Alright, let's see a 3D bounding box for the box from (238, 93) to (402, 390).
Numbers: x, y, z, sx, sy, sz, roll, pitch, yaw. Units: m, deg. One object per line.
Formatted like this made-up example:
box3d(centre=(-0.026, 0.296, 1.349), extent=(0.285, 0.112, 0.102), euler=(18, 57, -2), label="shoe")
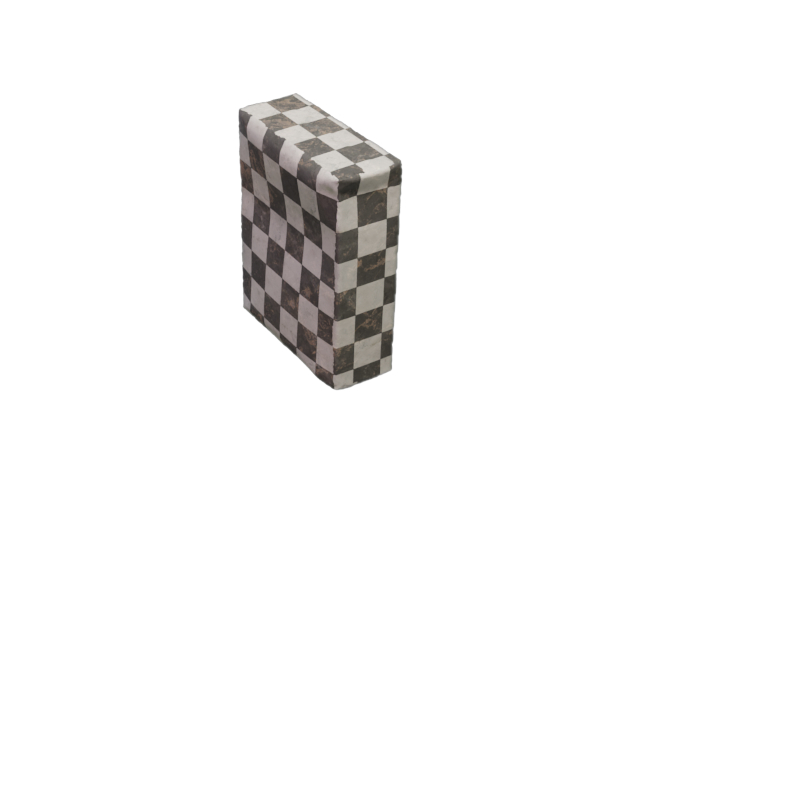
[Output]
box3d(centre=(-0.077, -0.140, 0.982), extent=(0.071, 0.200, 0.177), euler=(-19, 40, -29), label="box")
